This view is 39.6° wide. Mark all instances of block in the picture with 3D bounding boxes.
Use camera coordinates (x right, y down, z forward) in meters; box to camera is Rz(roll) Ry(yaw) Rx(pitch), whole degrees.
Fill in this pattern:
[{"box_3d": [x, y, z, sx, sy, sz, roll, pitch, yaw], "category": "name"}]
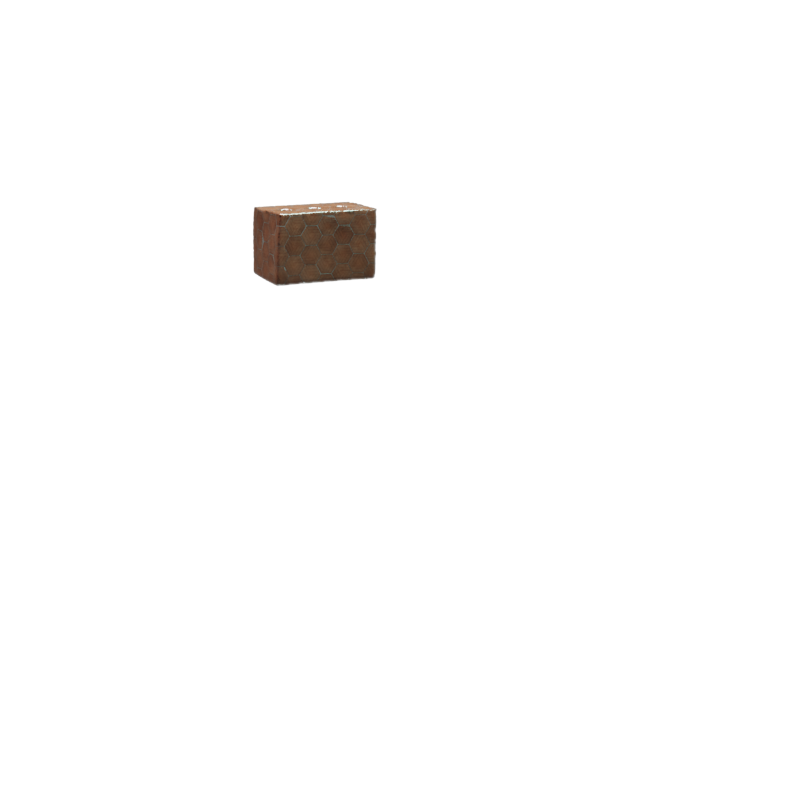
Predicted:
[{"box_3d": [-0.063, -0.115, 0.805, 0.076, 0.050, 0.056, -7, 15, -25], "category": "block"}]
